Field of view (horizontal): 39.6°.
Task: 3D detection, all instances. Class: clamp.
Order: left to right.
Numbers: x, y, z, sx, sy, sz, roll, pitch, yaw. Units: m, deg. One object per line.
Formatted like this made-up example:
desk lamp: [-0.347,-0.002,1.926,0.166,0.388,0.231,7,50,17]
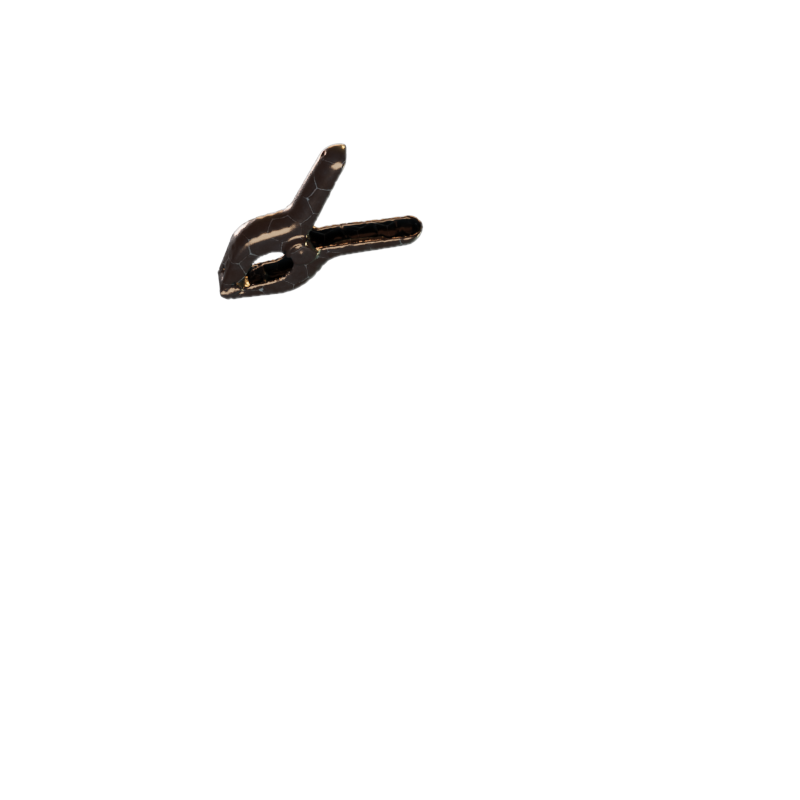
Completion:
clamp: [-0.070,-0.127,0.892,0.170,0.042,0.113,-33,-52,30]
